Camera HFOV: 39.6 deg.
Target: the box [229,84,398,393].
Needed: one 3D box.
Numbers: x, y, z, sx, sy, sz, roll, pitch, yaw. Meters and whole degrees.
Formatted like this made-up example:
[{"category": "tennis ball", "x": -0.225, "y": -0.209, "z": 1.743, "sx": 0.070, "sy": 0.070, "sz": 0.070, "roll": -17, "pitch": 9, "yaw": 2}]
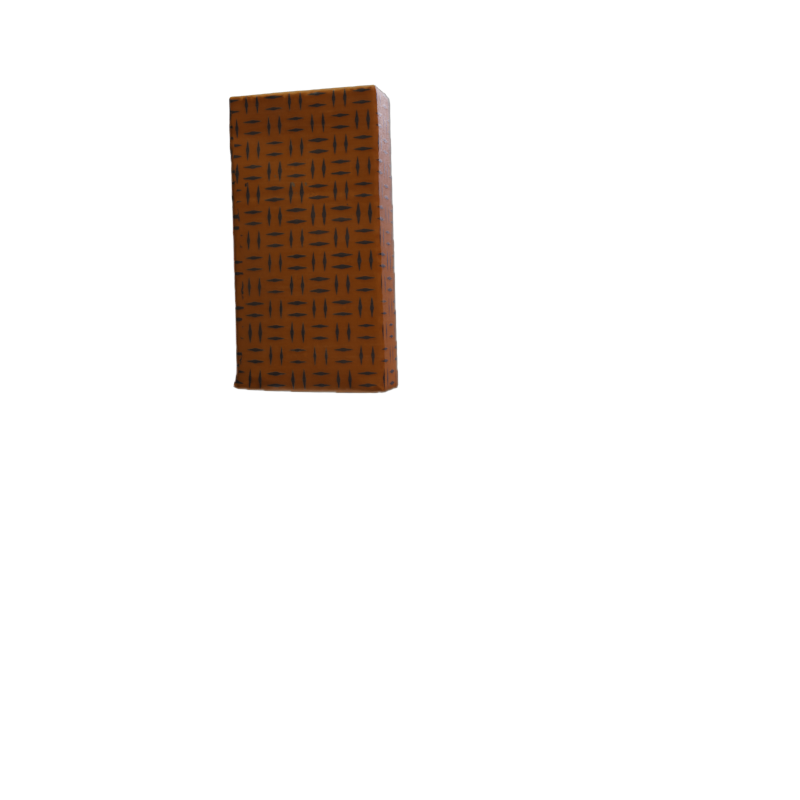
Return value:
[{"category": "box", "x": -0.051, "y": -0.094, "z": 0.658, "sx": 0.095, "sy": 0.178, "sz": 0.046, "roll": -1, "pitch": -5, "yaw": 16}]
